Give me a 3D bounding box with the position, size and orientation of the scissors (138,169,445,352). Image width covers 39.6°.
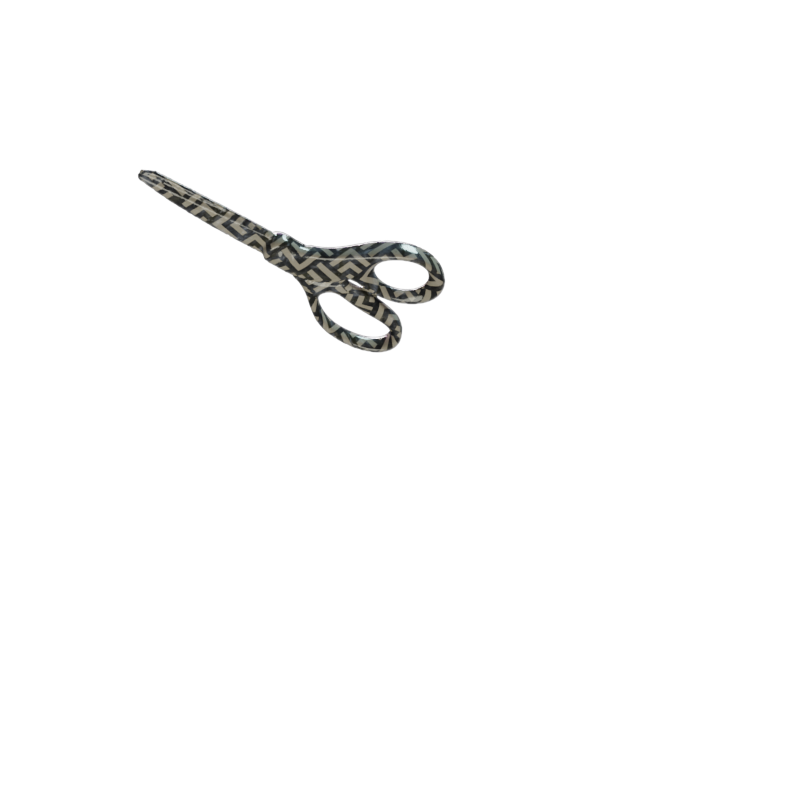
[{"bbox_3d":[-0.051,-0.094,0.656,0.096,0.017,0.188,-28,-50,26],"label":"scissors"}]
